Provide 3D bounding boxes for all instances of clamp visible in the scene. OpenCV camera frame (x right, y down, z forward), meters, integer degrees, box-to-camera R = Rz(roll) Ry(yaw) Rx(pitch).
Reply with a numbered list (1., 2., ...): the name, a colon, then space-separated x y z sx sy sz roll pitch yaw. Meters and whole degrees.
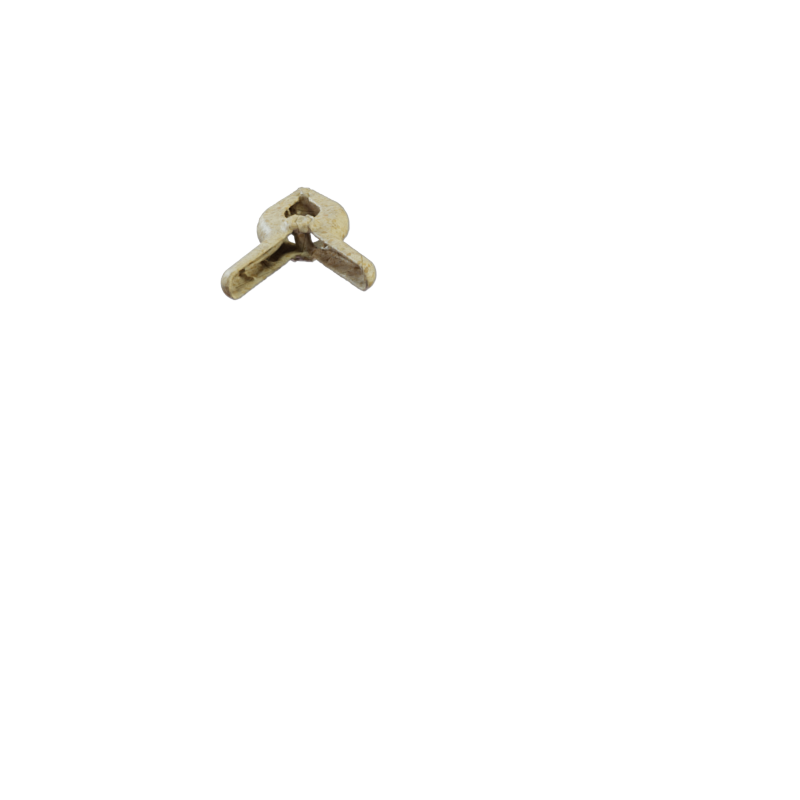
1. clamp: -0.072 -0.131 0.918 0.121 0.037 0.181 5 35 6
